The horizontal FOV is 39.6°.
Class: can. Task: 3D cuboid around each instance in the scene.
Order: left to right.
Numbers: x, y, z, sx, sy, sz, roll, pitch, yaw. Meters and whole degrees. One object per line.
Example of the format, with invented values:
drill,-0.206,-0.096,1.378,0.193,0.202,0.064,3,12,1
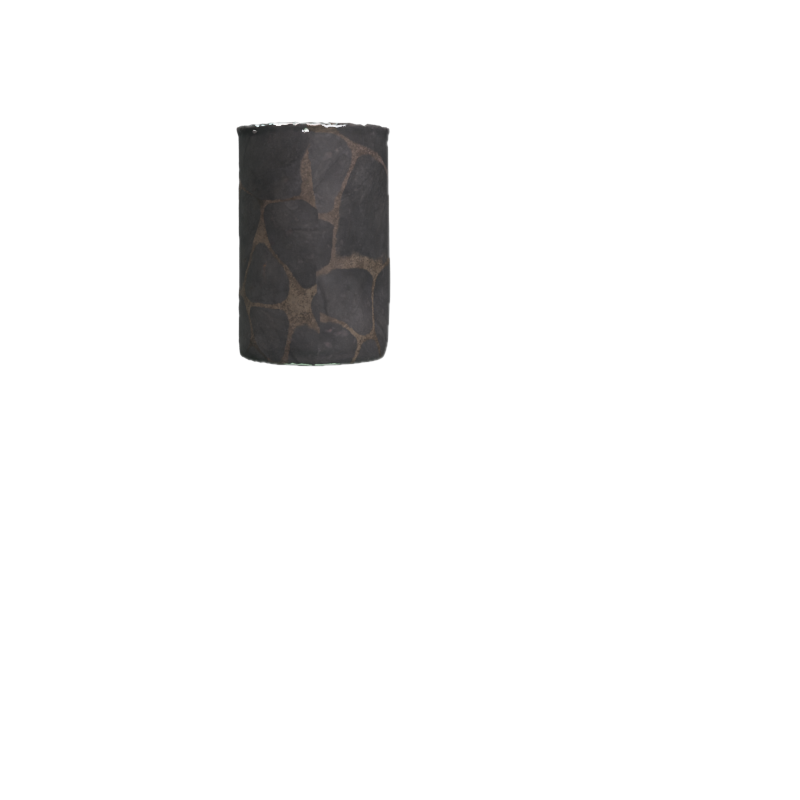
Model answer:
can,-0.039,-0.071,0.494,0.068,0.101,0.069,0,5,-2
